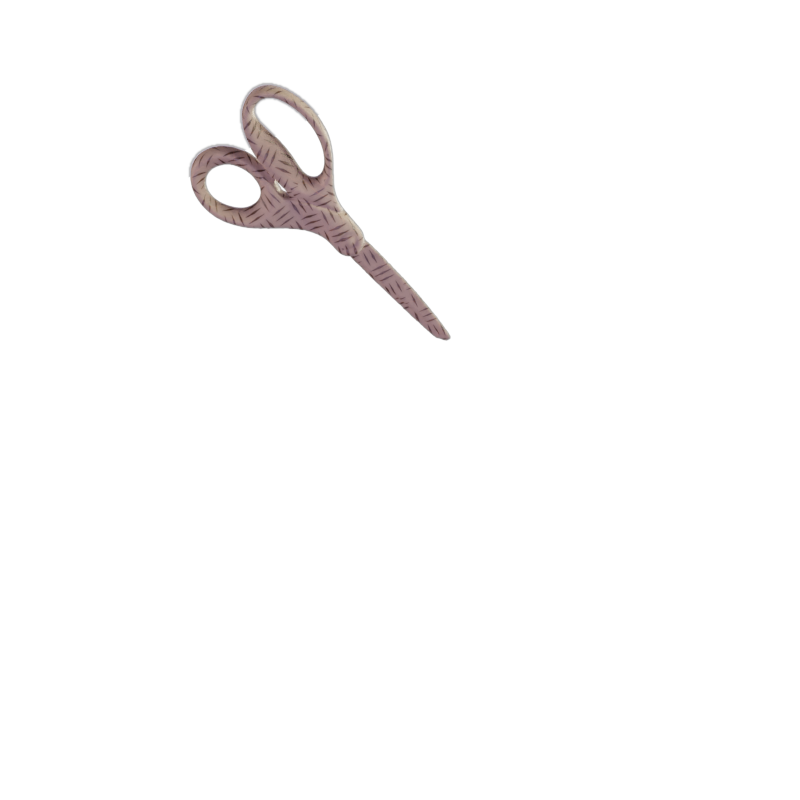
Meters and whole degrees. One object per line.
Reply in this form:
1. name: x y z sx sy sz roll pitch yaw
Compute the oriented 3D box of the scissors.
1. scissors: -0.053 -0.097 0.676 0.096 0.190 0.017 -24 25 11
